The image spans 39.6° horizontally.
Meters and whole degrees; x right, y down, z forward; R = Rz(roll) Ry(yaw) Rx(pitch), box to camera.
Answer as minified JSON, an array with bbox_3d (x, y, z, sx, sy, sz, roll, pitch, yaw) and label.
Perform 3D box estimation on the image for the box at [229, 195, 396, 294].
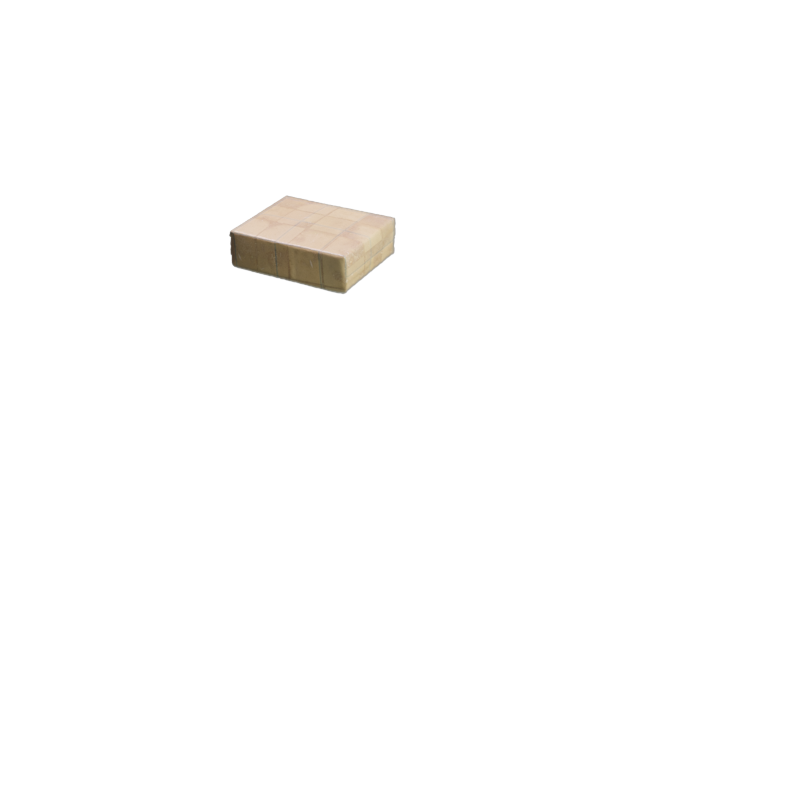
[{"bbox_3d":[-0.073,-0.133,0.933,0.119,0.037,0.091,17,35,24],"label":"box"}]
